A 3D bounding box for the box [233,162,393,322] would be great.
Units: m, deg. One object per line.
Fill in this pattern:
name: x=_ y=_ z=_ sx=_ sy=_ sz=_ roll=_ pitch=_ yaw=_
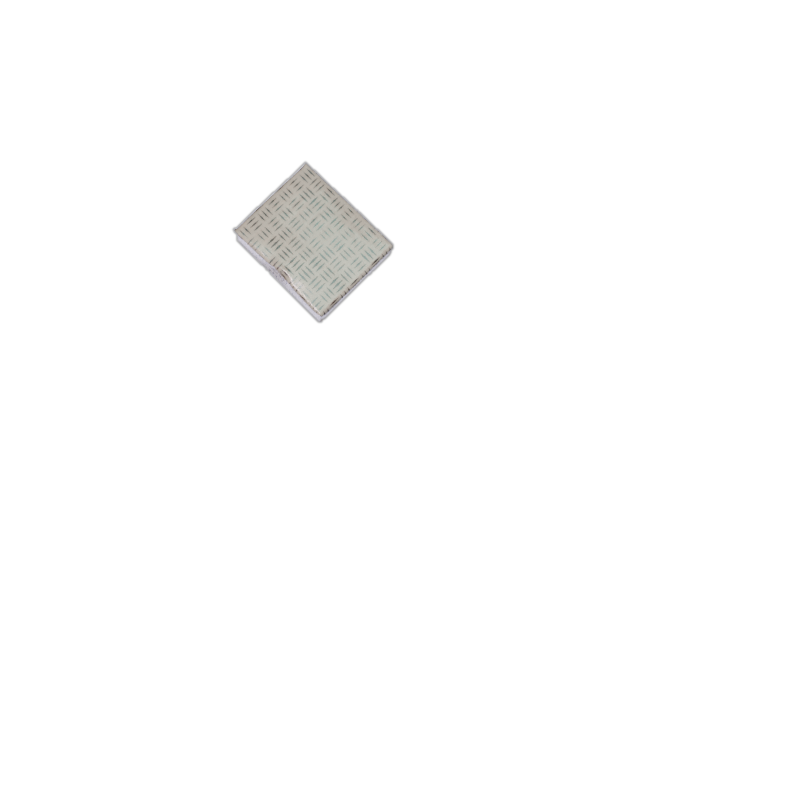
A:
box: x=-0.062 y=-0.112 z=0.785 sx=0.074 sy=0.092 sz=0.029 roll=-44 pitch=-9 yaw=-10
